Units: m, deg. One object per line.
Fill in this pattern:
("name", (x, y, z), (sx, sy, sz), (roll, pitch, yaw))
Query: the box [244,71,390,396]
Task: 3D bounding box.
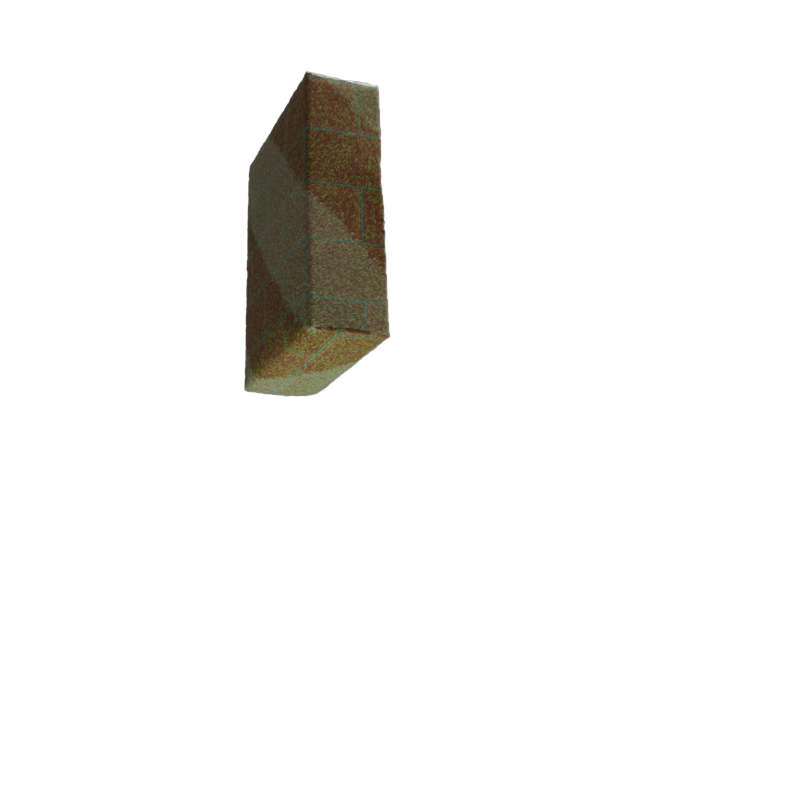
("box", (-0.070, -0.127, 0.889), (0.070, 0.225, 0.161), (8, -23, -22))
